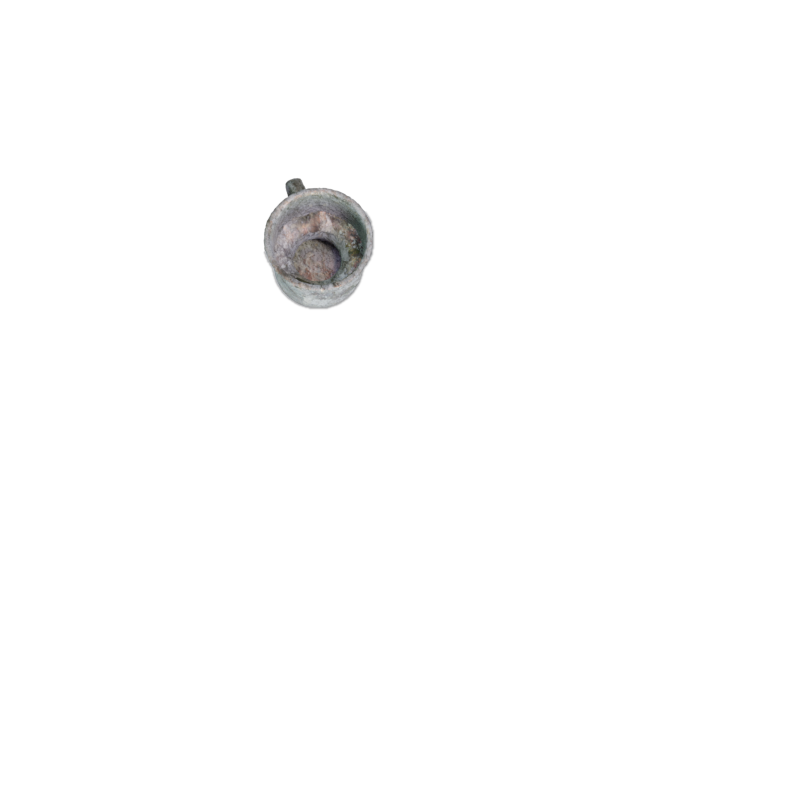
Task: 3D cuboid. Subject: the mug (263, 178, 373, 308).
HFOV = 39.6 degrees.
[{"bbox_3d":[-0.076,-0.139,0.974,0.093,0.122,0.078,-22,-15,-8],"label":"mug"}]
